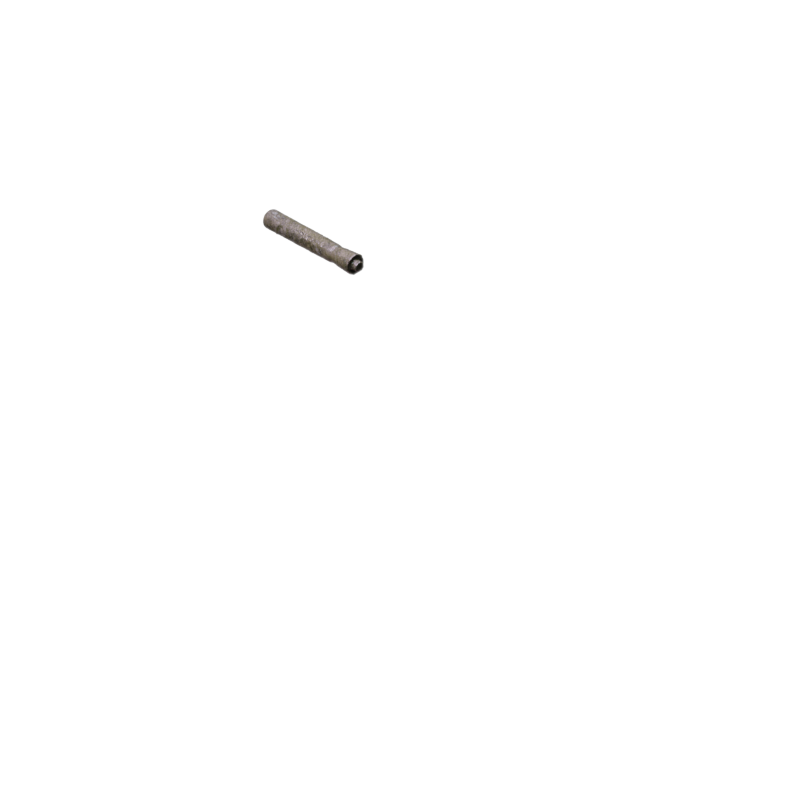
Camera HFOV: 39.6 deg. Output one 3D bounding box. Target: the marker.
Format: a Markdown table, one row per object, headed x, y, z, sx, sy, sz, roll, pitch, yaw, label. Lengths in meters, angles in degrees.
| x | y | z | sx | sy | sz | roll | pitch | yaw | label |
| --- | --- | --- | --- | --- | --- | --- | --- | --- | --- |
| -0.075 | -0.138 | 0.964 | 0.019 | 0.019 | 0.130 | -3 | 27 | -44 | marker |
